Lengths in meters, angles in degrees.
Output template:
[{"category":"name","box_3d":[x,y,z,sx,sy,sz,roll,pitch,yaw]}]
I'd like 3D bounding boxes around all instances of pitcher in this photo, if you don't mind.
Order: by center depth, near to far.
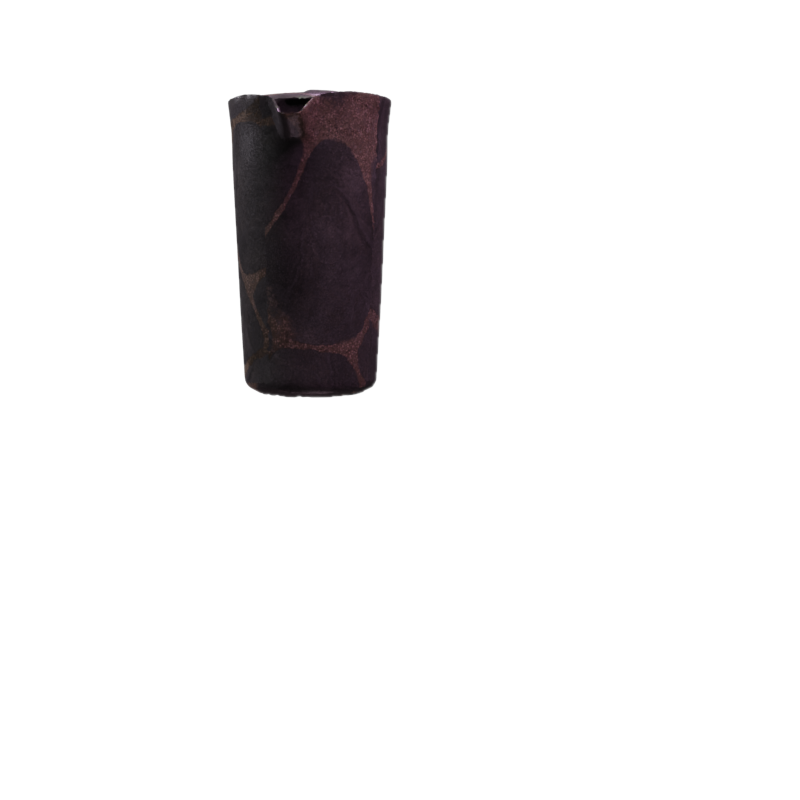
[{"category":"pitcher","box_3d":[-0.072,-0.131,0.916,0.144,0.243,0.151,-1,2,-38]}]
